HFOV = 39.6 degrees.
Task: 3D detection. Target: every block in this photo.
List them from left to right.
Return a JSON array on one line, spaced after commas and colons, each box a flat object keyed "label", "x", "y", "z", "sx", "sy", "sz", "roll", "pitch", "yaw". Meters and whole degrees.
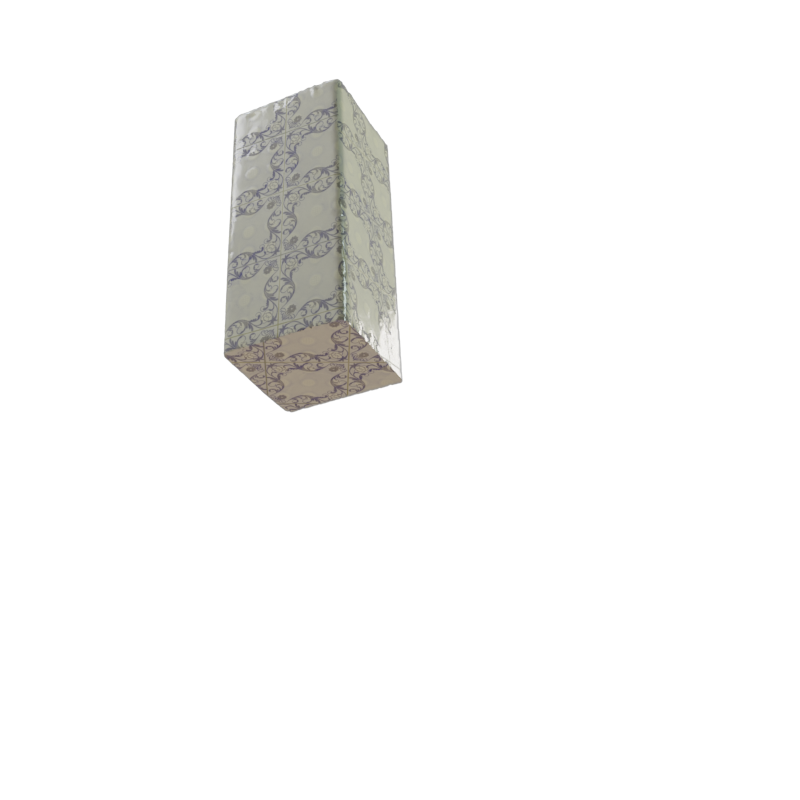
[{"label": "block", "x": -0.061, "y": -0.111, "z": 0.776, "sx": 0.092, "sy": 0.221, "sz": 0.083, "roll": -17, "pitch": -37, "yaw": 20}]
